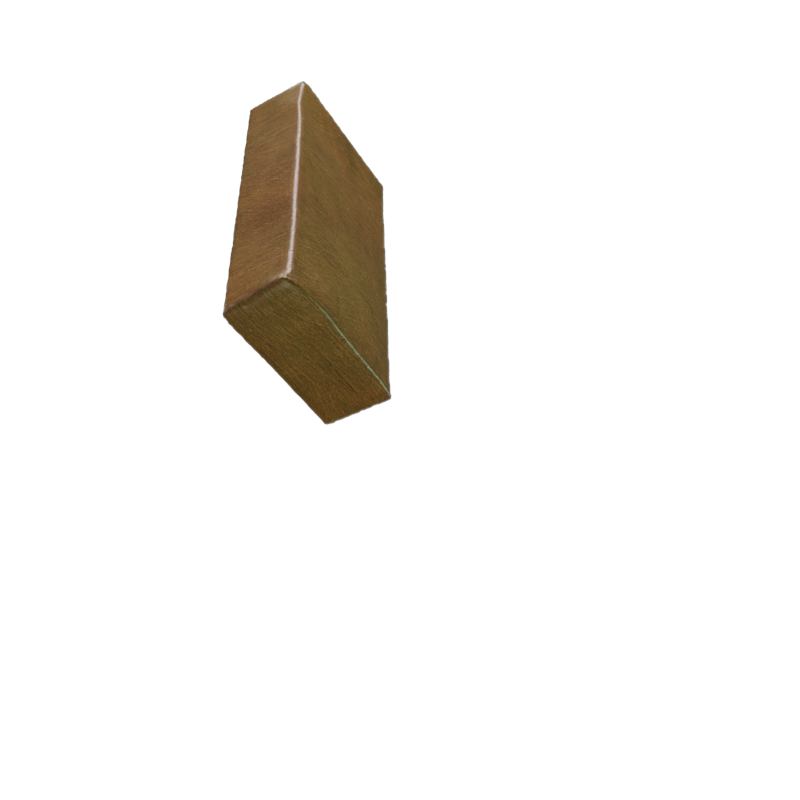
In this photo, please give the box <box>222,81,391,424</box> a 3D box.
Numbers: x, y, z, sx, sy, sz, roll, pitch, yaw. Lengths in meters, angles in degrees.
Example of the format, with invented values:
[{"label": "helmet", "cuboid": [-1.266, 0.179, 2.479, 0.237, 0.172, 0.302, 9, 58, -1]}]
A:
[{"label": "box", "cuboid": [-0.047, -0.085, 0.594, 0.048, 0.189, 0.087, -27, -52, 19]}]
